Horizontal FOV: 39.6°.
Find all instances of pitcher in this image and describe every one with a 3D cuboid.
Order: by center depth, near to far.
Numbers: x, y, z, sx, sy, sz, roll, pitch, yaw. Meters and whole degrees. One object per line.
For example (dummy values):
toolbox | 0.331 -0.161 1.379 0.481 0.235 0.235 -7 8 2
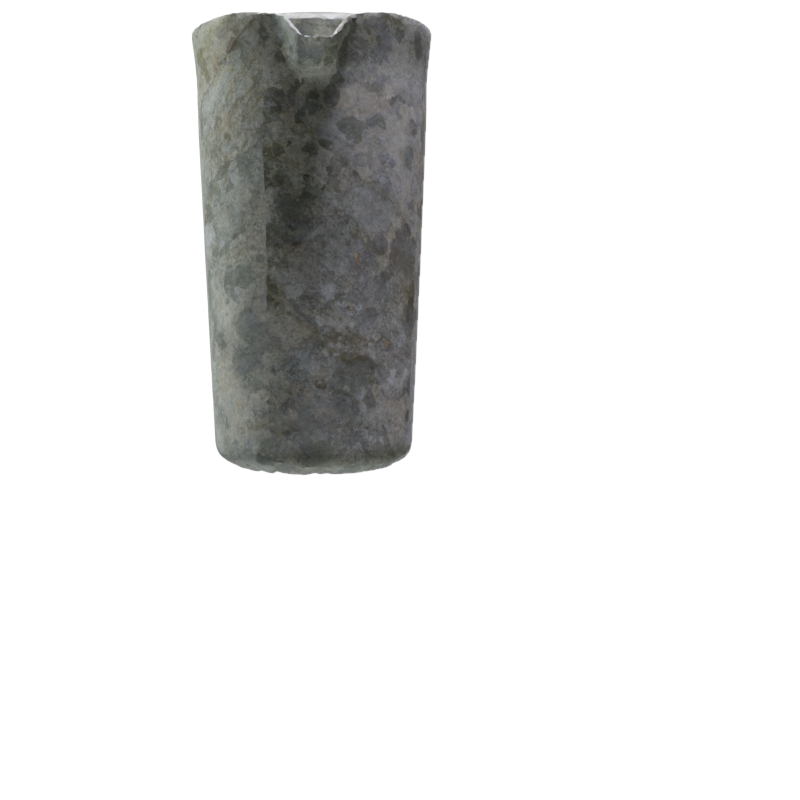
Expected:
pitcher | -0.049 -0.089 0.625 0.150 0.244 0.143 0 -1 39
